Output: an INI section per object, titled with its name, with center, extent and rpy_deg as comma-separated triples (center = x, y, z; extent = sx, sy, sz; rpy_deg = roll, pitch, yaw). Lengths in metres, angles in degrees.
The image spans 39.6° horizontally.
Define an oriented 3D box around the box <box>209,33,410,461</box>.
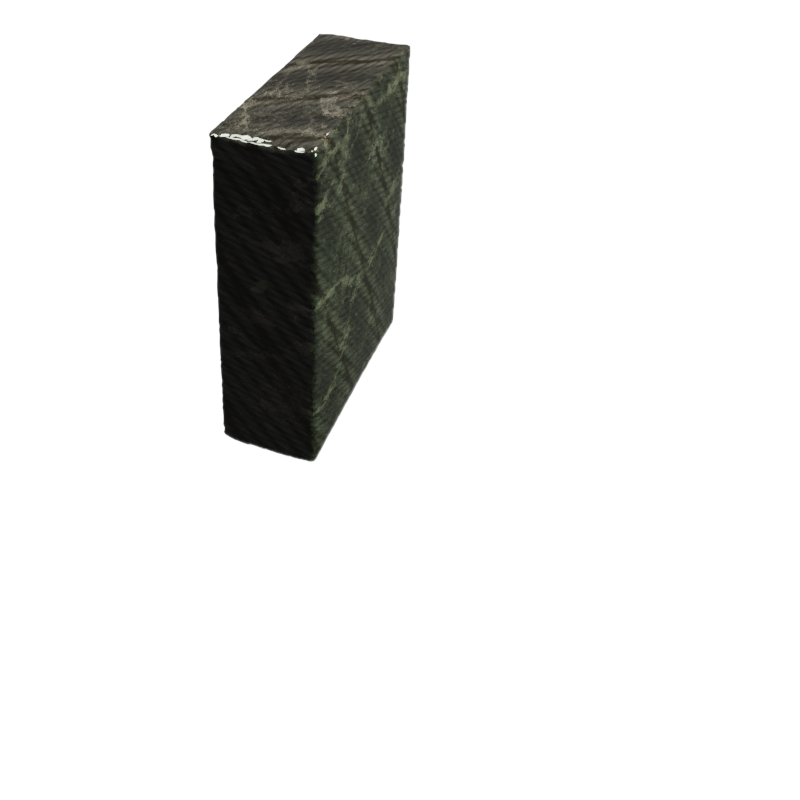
[box]
center = -0.054, -0.099, 0.692
extent = 0.074, 0.200, 0.170
rpy_deg = 12, 36, 13
